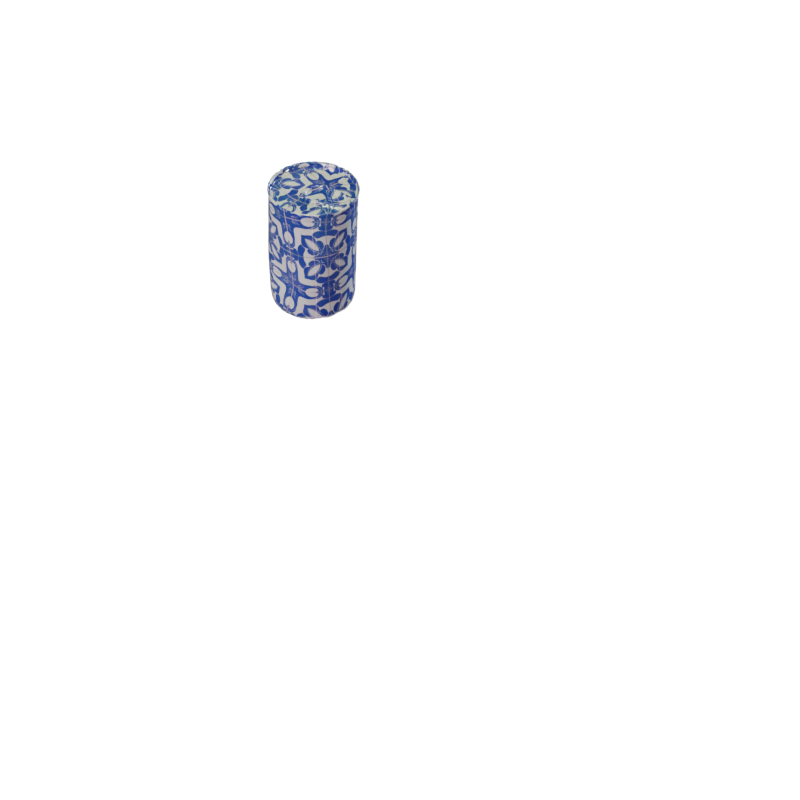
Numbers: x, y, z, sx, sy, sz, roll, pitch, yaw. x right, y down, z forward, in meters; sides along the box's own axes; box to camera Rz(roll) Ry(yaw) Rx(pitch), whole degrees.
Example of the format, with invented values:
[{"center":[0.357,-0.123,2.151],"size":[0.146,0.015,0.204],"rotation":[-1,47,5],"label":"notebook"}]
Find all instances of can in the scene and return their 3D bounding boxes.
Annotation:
[{"center":[-0.066,-0.120,0.843],"size":[0.068,0.095,0.073],"rotation":[0,42,-3],"label":"can"}]
